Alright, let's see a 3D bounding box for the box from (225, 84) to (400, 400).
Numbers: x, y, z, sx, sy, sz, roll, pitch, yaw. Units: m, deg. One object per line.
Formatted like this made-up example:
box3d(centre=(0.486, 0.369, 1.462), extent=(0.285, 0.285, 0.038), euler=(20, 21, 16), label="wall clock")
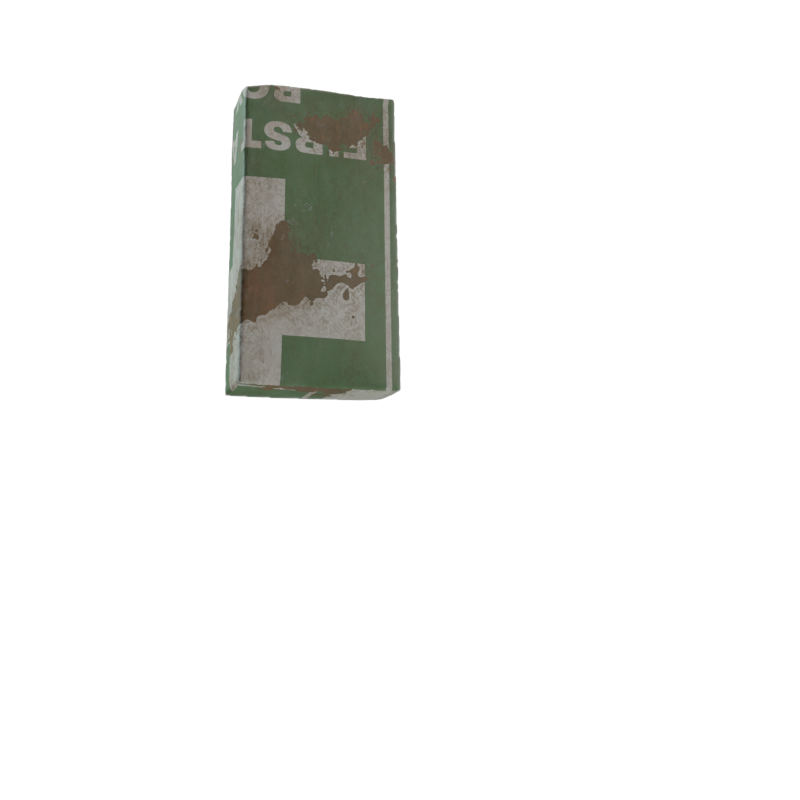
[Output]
box3d(centre=(-0.050, -0.090, 0.632), extent=(0.091, 0.183, 0.047), euler=(3, -16, -15), label="box")
